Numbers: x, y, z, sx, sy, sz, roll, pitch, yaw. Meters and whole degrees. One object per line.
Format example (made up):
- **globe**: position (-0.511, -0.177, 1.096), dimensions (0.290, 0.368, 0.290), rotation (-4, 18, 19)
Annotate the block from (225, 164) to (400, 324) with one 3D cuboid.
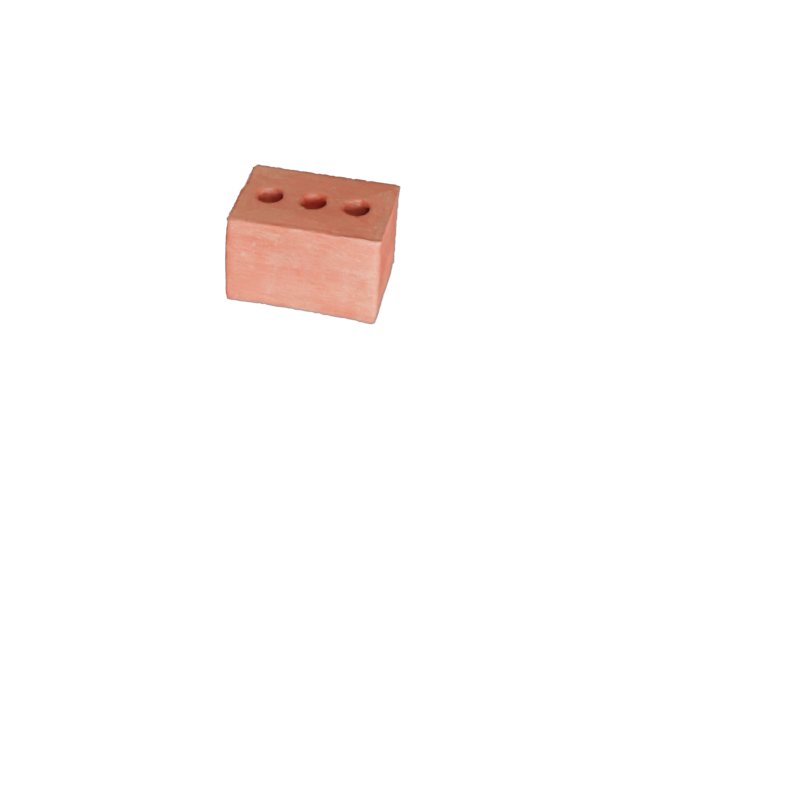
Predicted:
- **block**: position (-0.043, -0.079, 0.553), dimensions (0.079, 0.048, 0.056), rotation (9, 42, 9)
